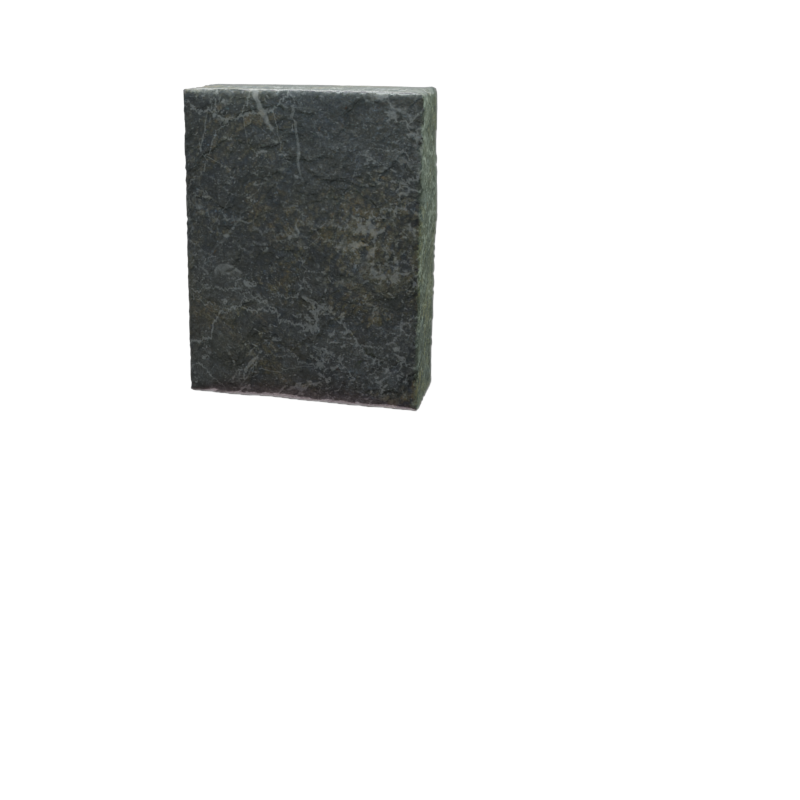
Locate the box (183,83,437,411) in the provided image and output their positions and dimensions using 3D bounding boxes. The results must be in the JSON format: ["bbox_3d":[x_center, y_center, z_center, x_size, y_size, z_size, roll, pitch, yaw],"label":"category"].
[{"bbox_3d":[-0.060,-0.109,0.766,0.167,0.207,0.073,4,14,14],"label":"box"}]
